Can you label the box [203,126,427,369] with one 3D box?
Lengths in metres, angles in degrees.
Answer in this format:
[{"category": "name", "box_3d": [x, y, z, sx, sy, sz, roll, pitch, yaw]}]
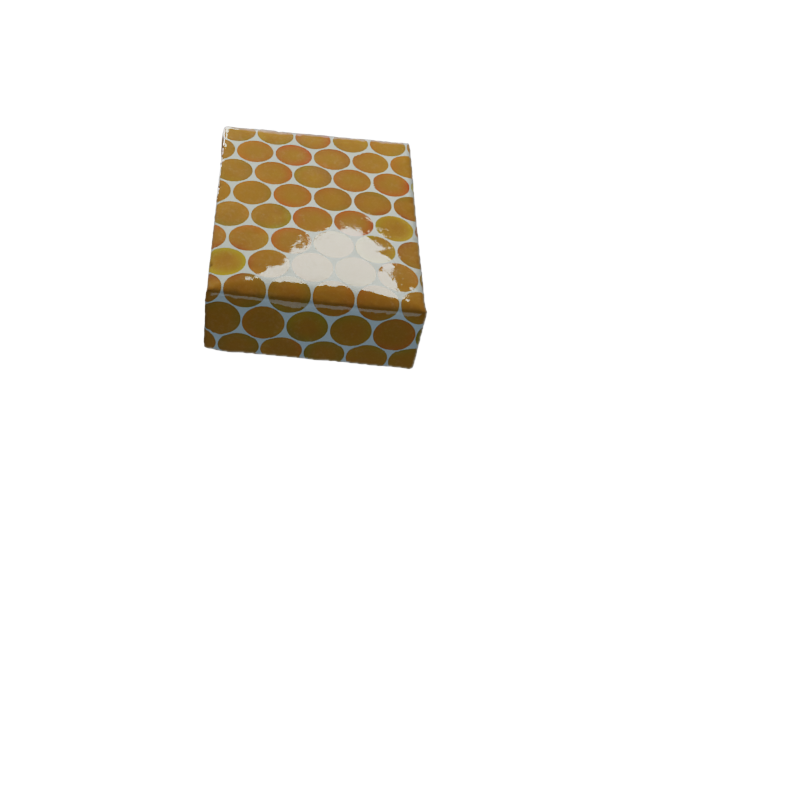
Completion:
[{"category": "box", "box_3d": [-0.070, -0.129, 0.900, 0.163, 0.067, 0.230, 4, 44, -6]}]
